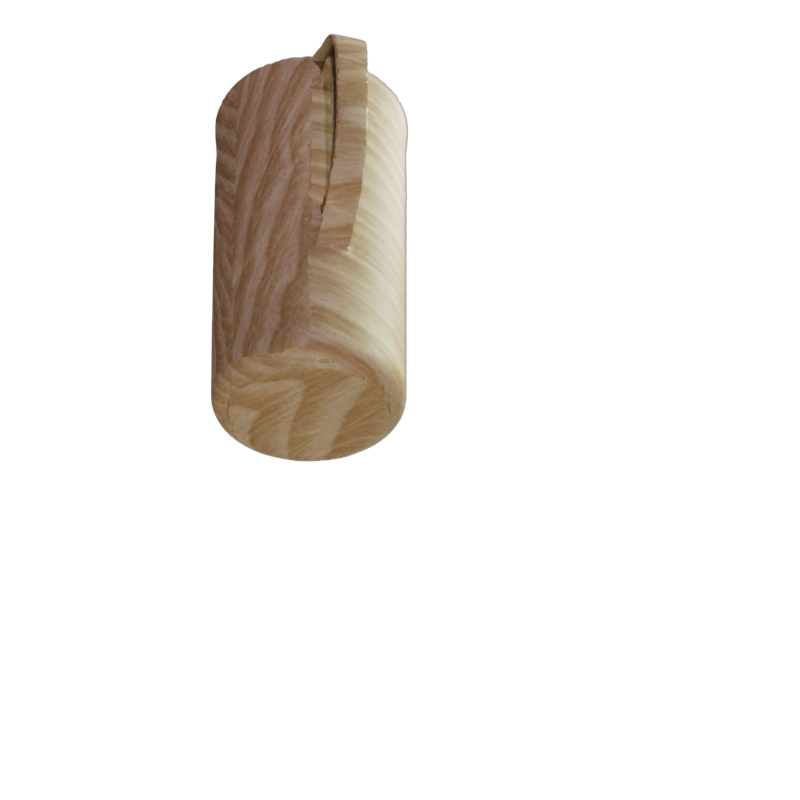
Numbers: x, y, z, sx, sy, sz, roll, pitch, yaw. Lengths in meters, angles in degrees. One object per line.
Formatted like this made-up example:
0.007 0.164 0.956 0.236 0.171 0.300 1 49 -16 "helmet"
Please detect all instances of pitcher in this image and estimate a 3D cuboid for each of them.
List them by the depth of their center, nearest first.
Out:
-0.053 -0.097 0.678 0.146 0.261 0.138 -21 -44 20 "pitcher"
